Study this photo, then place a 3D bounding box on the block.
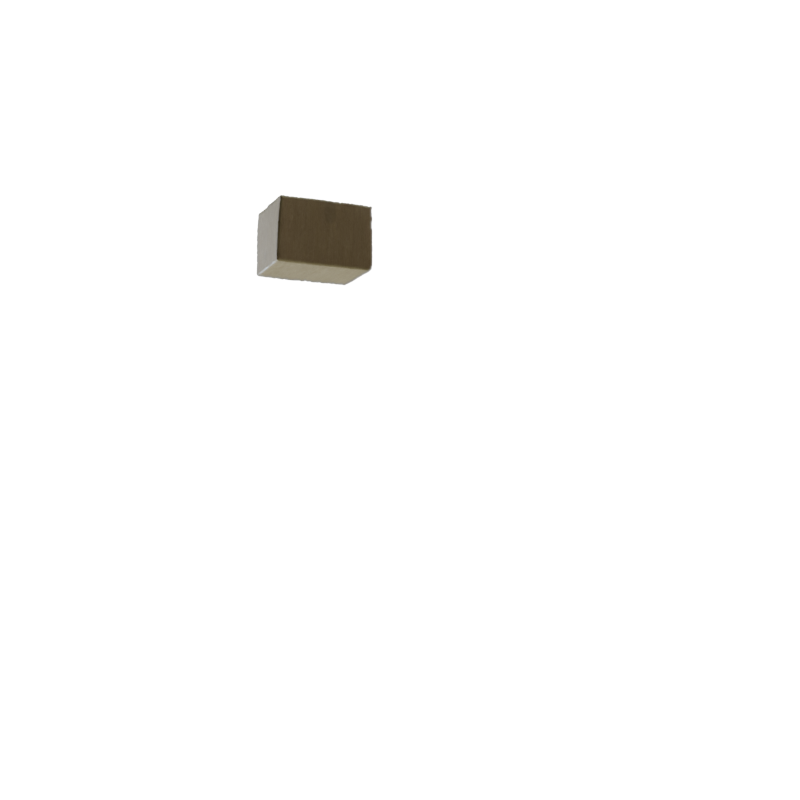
[{"bbox_3d":[-0.067,-0.122,0.853,0.075,0.053,0.053,4,-13,-23],"label":"block"}]
